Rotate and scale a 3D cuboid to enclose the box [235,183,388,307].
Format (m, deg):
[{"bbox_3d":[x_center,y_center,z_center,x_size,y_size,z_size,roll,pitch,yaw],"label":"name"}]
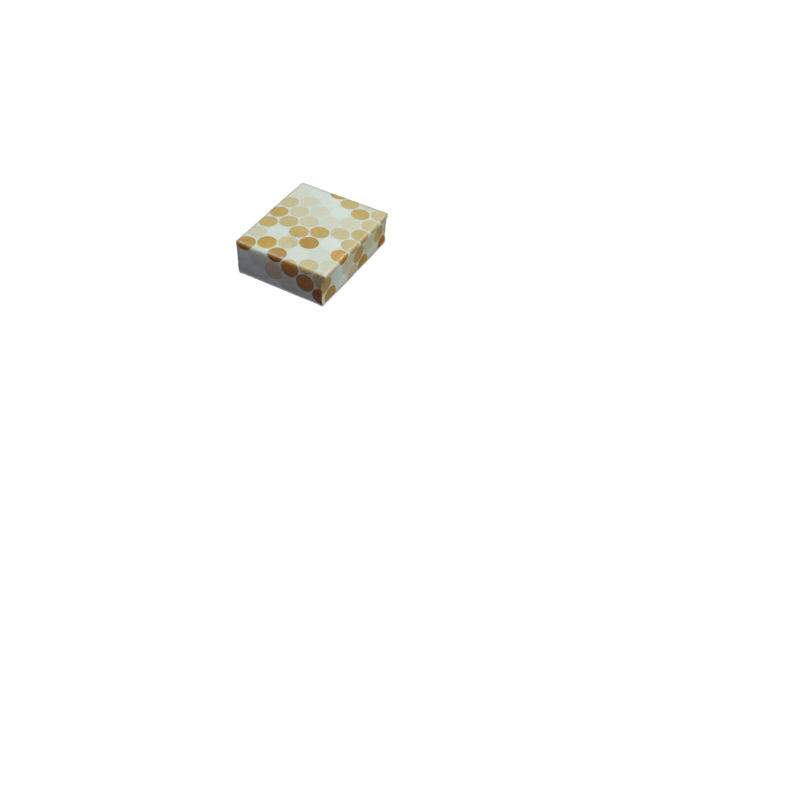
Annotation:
[{"bbox_3d":[-0.076,-0.138,0.968,0.094,0.036,0.117,20,46,20],"label":"box"}]
